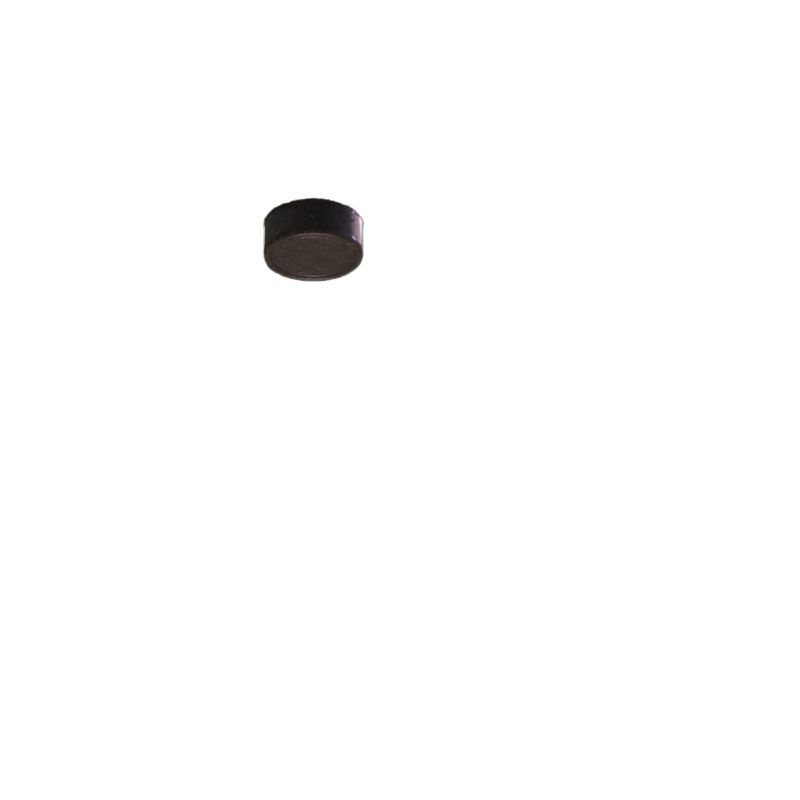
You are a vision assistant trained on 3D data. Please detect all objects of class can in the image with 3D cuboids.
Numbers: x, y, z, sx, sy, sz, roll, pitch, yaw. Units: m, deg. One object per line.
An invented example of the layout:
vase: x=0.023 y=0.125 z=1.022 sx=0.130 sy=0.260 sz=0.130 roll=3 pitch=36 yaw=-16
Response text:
can: x=-0.073 y=-0.133 z=0.932 sx=0.086 sy=0.036 sz=0.081 roll=1 pitch=-25 yaw=-2
